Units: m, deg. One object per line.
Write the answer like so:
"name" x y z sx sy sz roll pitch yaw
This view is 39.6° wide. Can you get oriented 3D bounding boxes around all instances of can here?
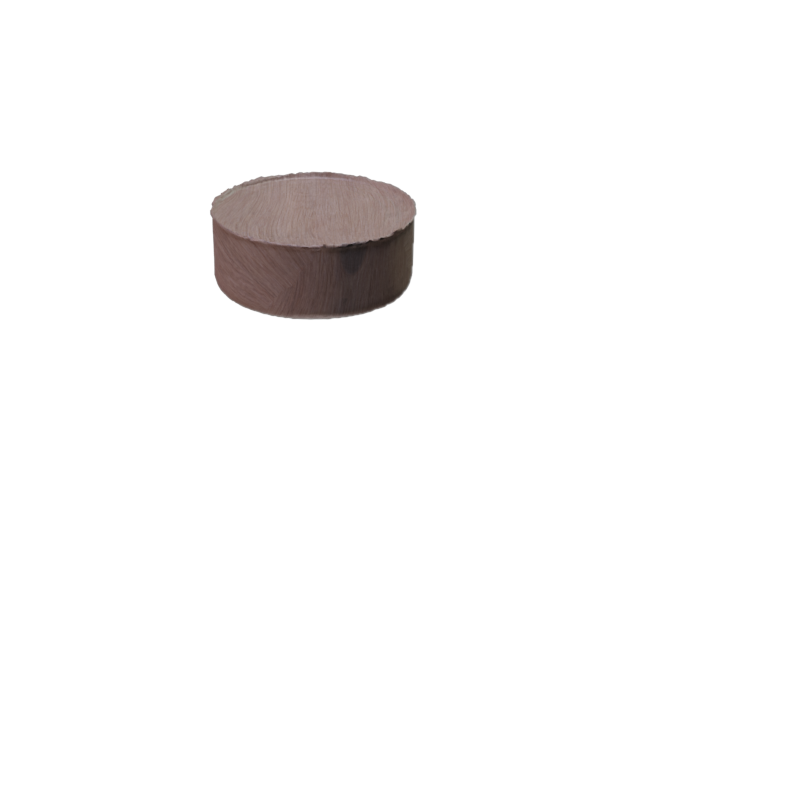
"can" -0.037 -0.067 0.467 0.086 0.032 0.091 -1 29 -2
